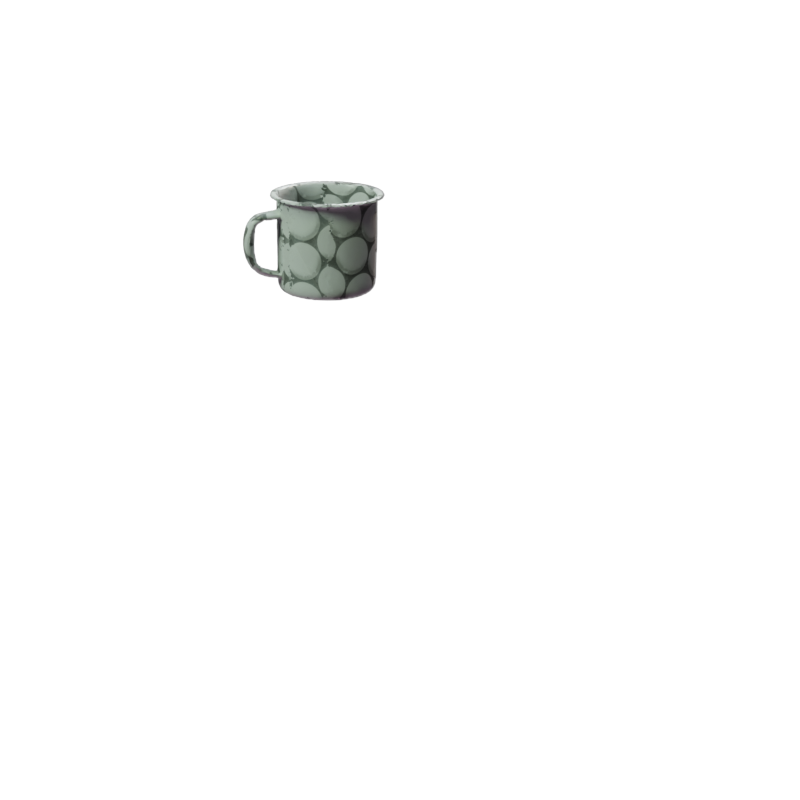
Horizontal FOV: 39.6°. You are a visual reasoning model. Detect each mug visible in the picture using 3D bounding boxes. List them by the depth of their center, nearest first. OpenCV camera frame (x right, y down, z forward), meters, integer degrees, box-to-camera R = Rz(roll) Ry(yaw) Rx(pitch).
[{"bbox_3d":[-0.071,-0.129,0.907,0.115,0.078,0.099,-8,21,-21],"label":"mug"}]
